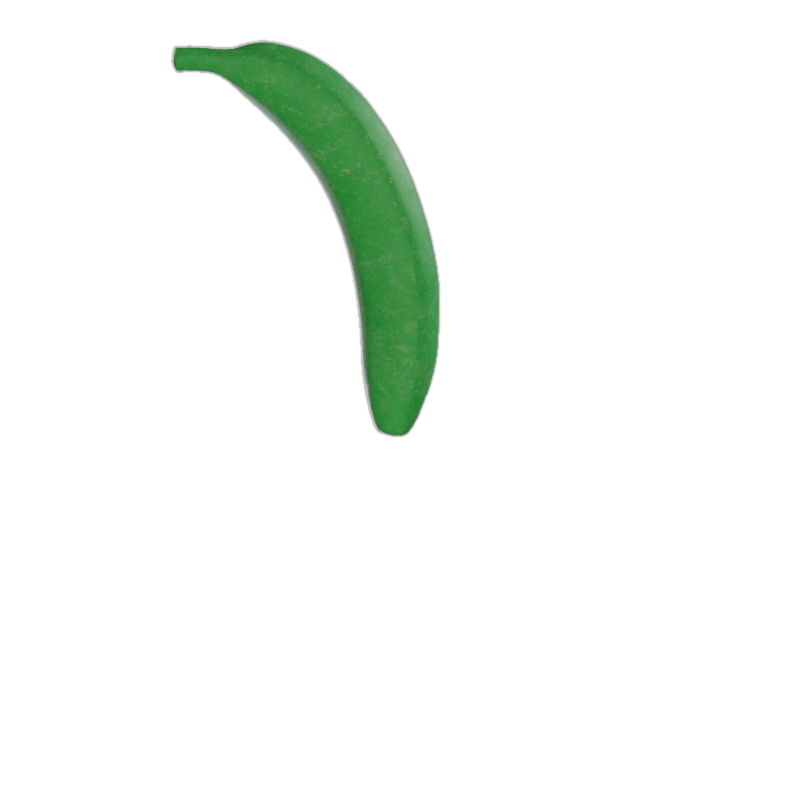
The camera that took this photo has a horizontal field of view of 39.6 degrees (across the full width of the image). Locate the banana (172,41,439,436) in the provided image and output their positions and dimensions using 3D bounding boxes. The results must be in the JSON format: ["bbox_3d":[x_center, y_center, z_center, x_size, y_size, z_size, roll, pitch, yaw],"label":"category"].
[{"bbox_3d":[-0.025,-0.083,0.495,0.069,0.196,0.037,-29,3,1],"label":"banana"}]
